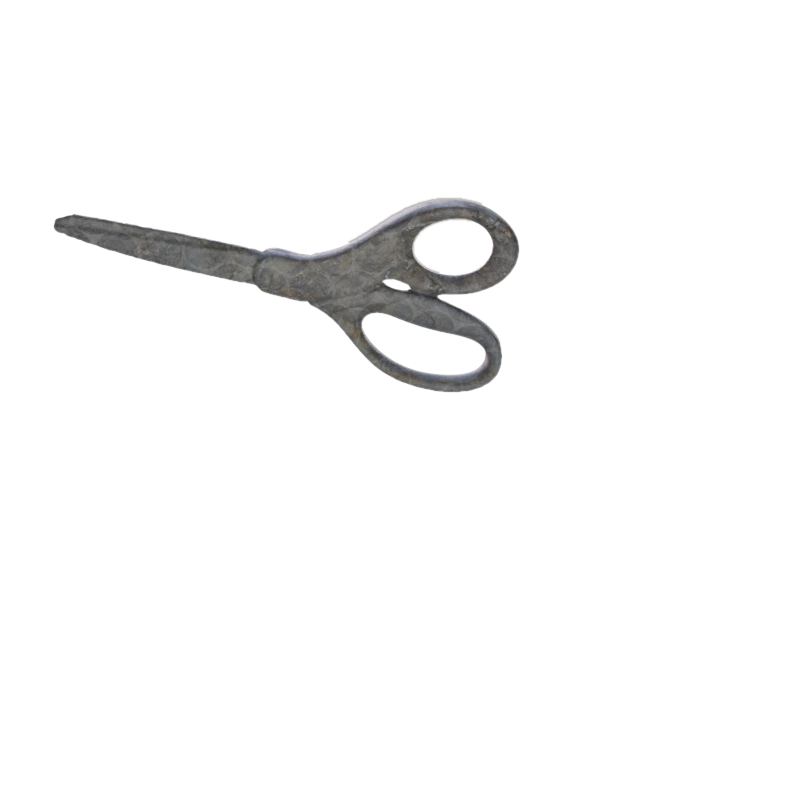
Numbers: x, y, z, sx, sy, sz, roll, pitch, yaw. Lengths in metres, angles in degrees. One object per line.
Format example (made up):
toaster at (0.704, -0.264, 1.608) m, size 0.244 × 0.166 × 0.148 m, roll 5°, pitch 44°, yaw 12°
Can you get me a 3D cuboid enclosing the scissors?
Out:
scissors at (-0.037, -0.068, 0.474) m, size 0.197 × 0.094 × 0.016 m, roll 27°, pitch 19°, yaw -10°
